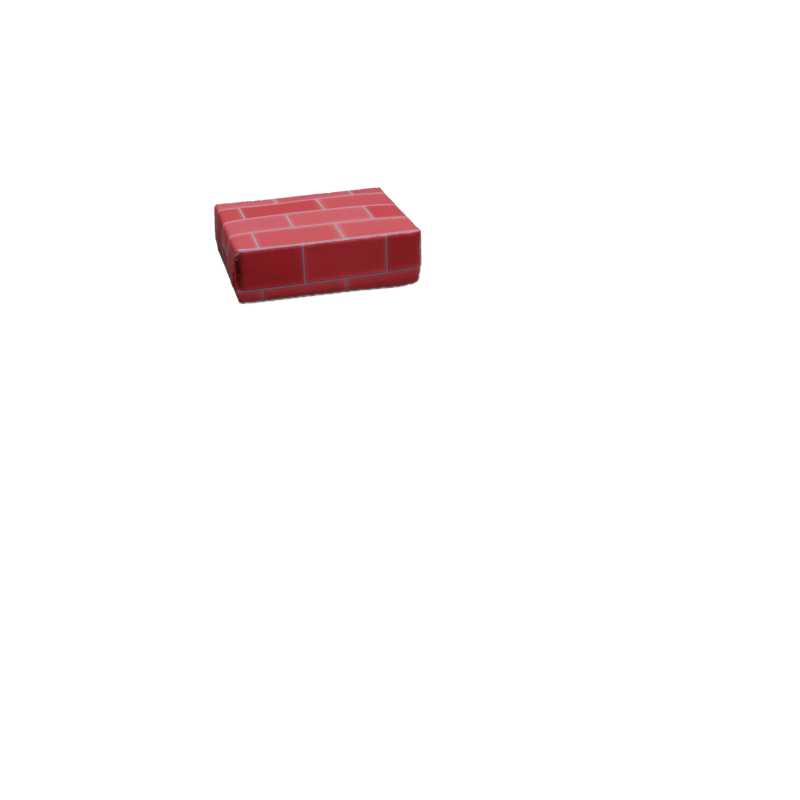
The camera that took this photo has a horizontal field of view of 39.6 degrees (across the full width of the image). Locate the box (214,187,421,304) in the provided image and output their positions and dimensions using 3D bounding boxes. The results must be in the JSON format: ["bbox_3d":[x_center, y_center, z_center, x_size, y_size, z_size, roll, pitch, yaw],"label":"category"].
[{"bbox_3d":[-0.053,-0.097,0.680,0.112,0.037,0.096,-7,28,-13],"label":"box"}]
